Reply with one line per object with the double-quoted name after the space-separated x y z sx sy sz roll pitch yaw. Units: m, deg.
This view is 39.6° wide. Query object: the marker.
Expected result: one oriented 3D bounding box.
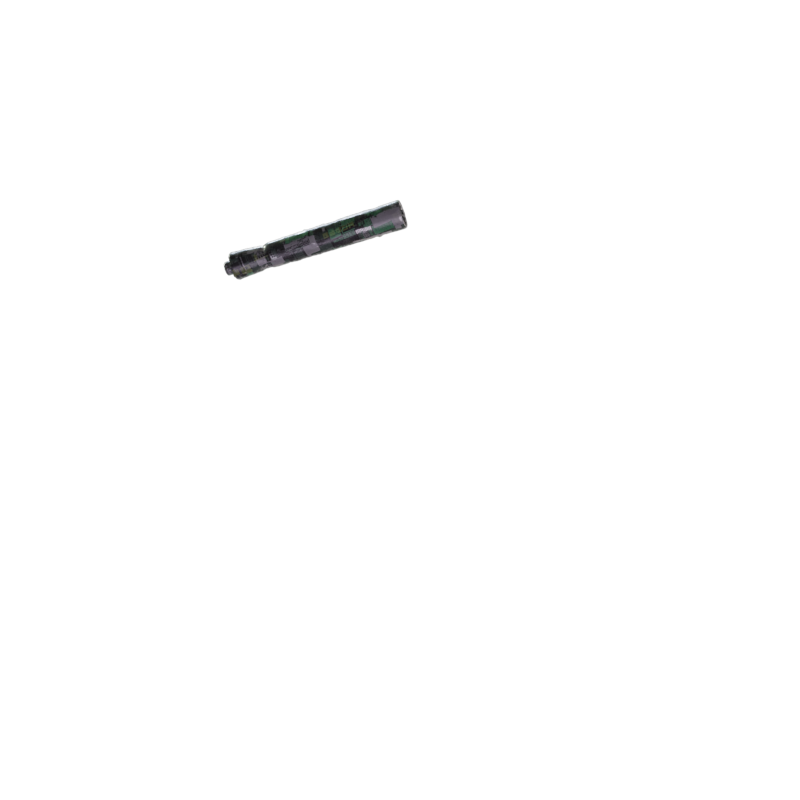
-0.056 -0.101 0.709 0.122 0.020 0.020 -16 1 11 "marker"
